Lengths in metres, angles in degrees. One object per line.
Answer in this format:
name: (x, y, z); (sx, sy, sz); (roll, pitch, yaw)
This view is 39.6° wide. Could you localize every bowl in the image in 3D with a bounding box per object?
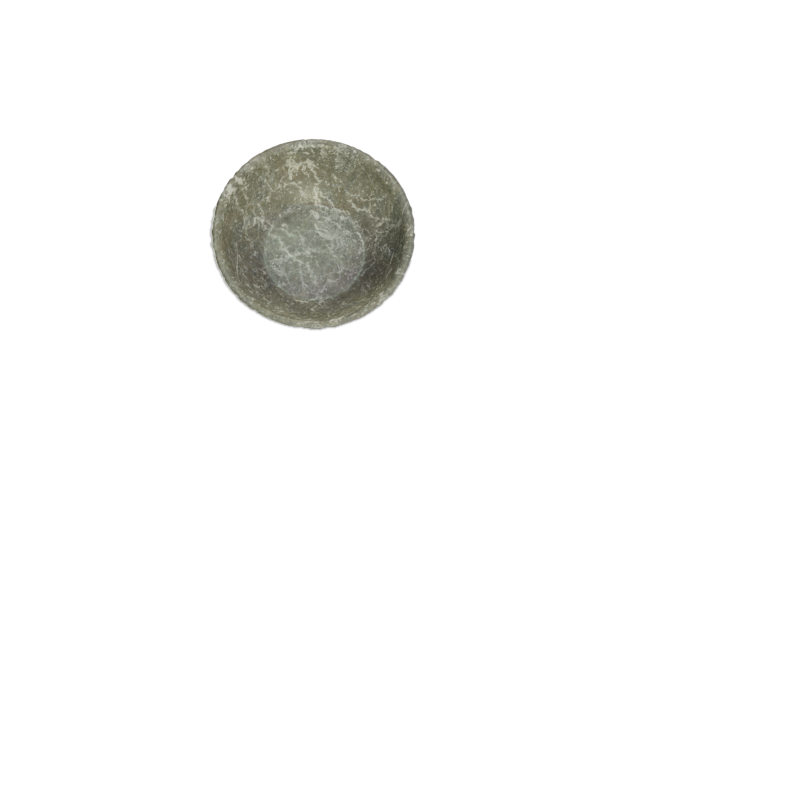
bowl: (-0.071, -0.129, 0.903); (0.162, 0.169, 0.053); (-1, -19, -1)
